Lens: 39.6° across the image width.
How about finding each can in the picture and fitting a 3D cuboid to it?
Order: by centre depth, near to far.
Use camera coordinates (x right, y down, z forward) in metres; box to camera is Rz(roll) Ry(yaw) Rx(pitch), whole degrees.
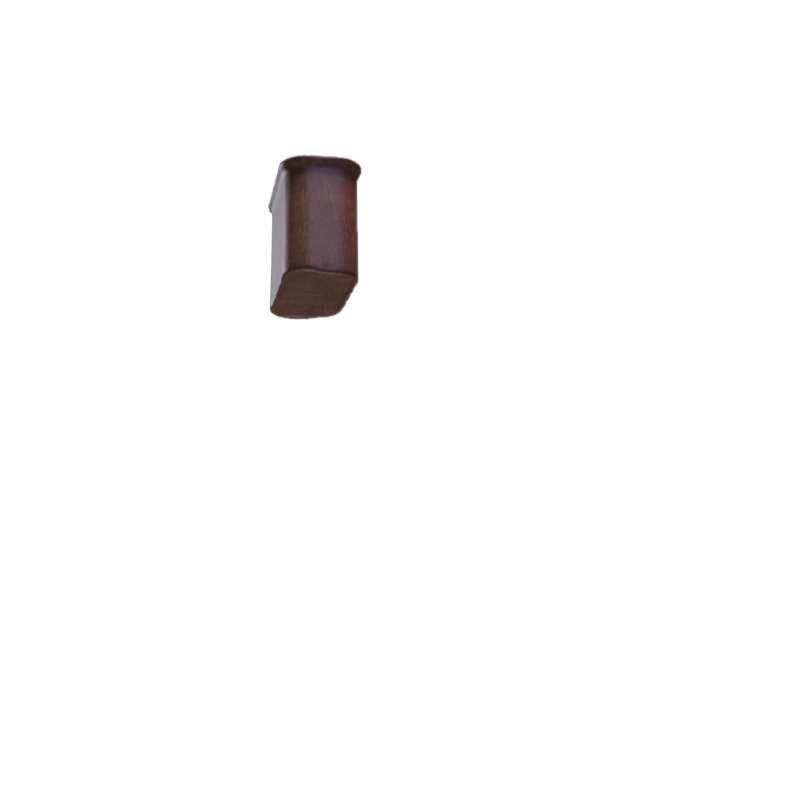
[{"bbox_3d":[-0.061,-0.110,0.773,0.057,0.088,0.099,3,-19,-12],"label":"can"}]
